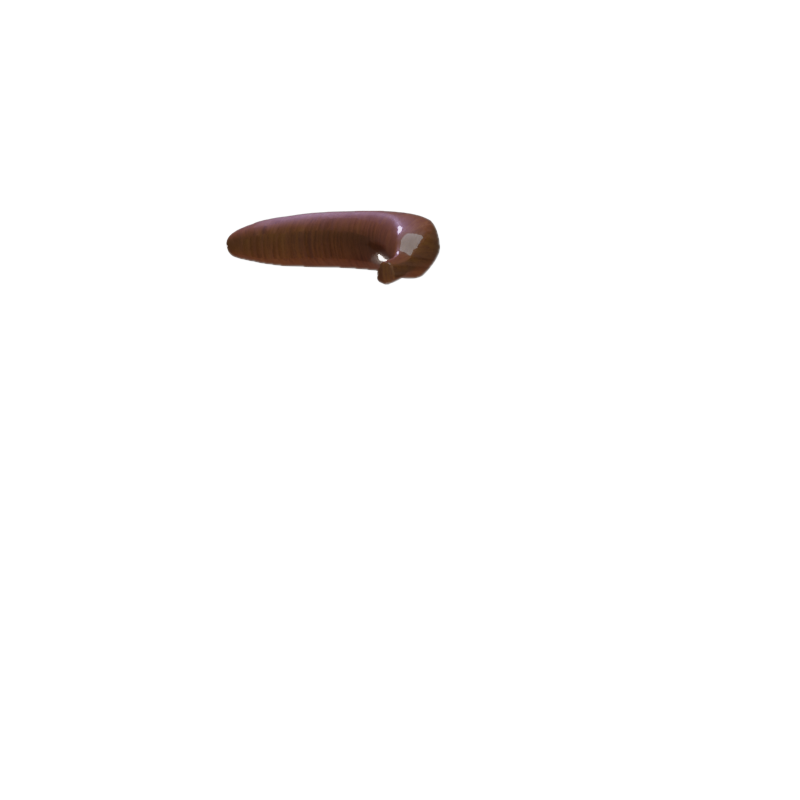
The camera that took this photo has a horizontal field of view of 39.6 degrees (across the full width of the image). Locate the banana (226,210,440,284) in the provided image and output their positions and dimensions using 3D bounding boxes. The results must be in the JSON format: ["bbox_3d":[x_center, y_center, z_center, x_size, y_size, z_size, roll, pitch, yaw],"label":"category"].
[{"bbox_3d":[-0.034,-0.095,0.663,0.067,0.036,0.207,-5,11,-32],"label":"banana"}]
